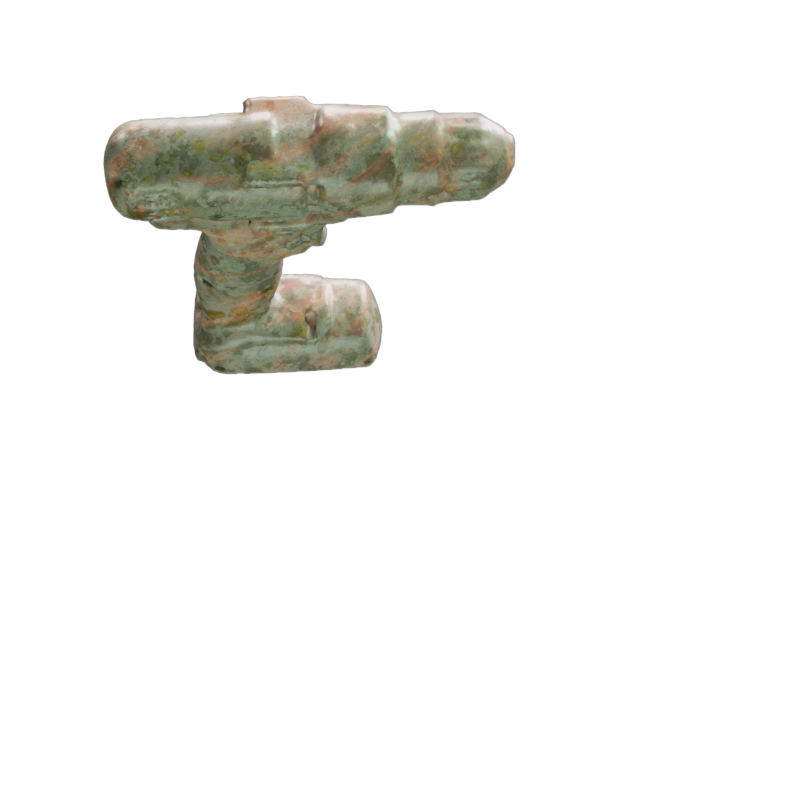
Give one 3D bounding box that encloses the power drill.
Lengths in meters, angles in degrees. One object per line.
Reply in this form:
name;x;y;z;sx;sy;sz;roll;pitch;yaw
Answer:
power drill;-0.044;-0.080;0.558;0.184;0.061;0.176;0;-29;-1
